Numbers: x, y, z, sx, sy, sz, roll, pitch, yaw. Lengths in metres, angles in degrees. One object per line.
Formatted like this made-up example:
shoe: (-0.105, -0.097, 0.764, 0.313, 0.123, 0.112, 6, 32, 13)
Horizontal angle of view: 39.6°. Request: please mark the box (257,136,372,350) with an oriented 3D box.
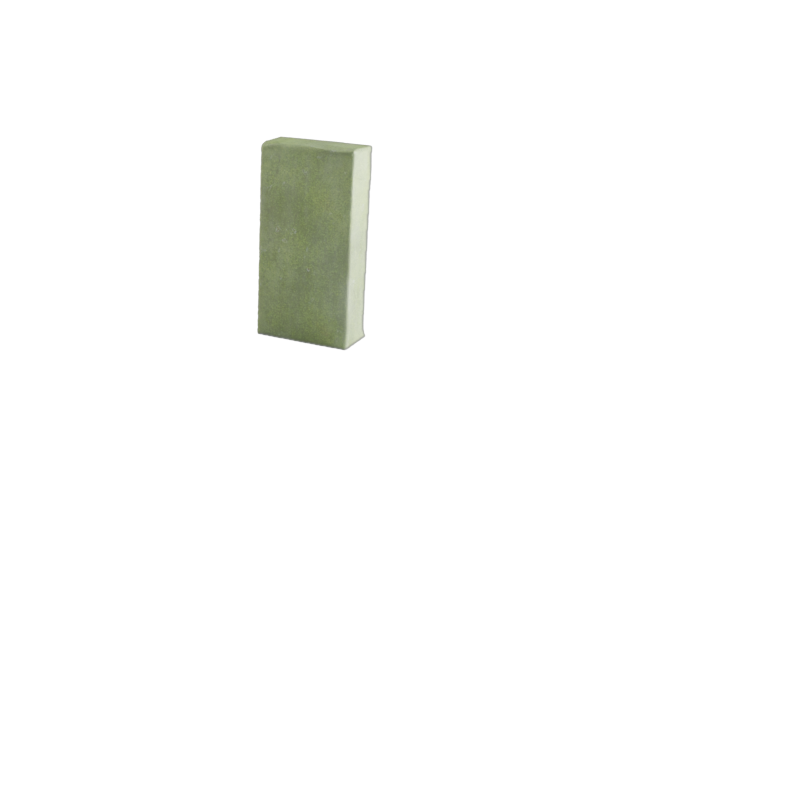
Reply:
box: (-0.077, -0.139, 0.976, 0.097, 0.170, 0.048, 9, 18, 24)
